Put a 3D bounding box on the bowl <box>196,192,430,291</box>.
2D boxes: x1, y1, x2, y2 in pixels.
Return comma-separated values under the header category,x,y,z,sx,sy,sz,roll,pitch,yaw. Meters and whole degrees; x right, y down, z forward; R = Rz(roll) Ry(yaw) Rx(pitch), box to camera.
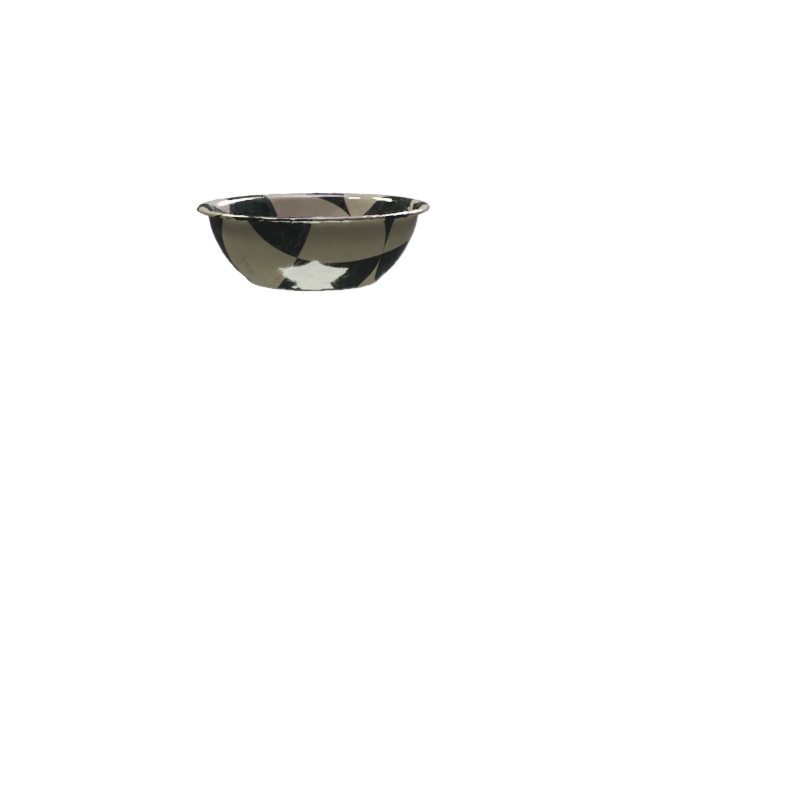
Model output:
category,x,y,z,sx,sy,sz,roll,pitch,yaw
bowl,-0.061,-0.111,0.777,0.162,0.054,0.167,0,15,-2
